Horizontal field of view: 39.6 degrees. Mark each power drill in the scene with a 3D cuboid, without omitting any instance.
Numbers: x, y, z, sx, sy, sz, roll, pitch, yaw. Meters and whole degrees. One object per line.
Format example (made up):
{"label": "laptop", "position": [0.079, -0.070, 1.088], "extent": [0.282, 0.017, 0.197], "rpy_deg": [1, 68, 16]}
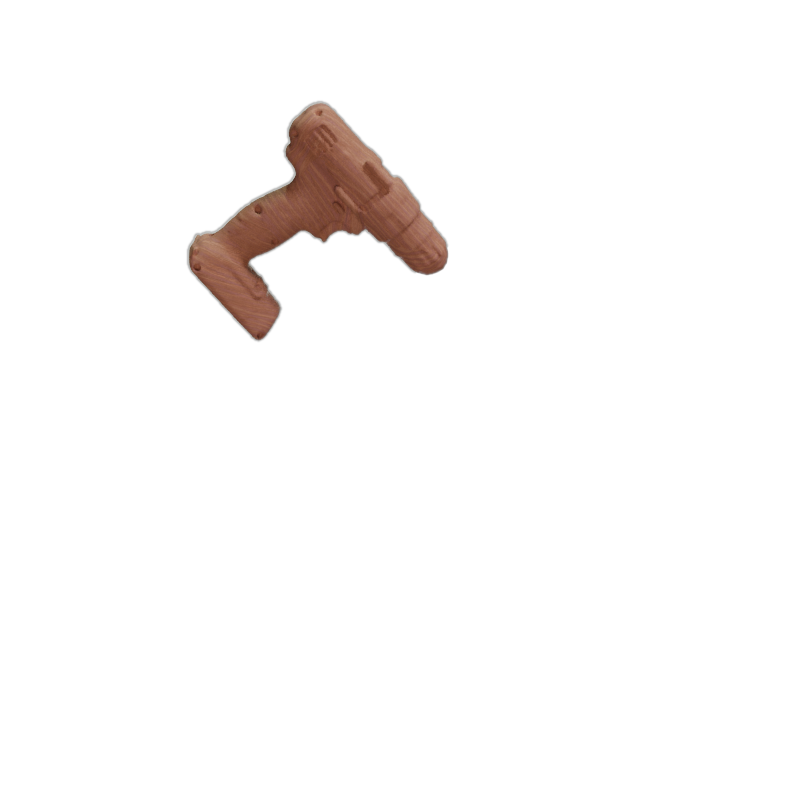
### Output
{"label": "power drill", "position": [-0.076, -0.138, 0.966], "extent": [0.186, 0.179, 0.060], "rpy_deg": [-39, 13, 10]}
